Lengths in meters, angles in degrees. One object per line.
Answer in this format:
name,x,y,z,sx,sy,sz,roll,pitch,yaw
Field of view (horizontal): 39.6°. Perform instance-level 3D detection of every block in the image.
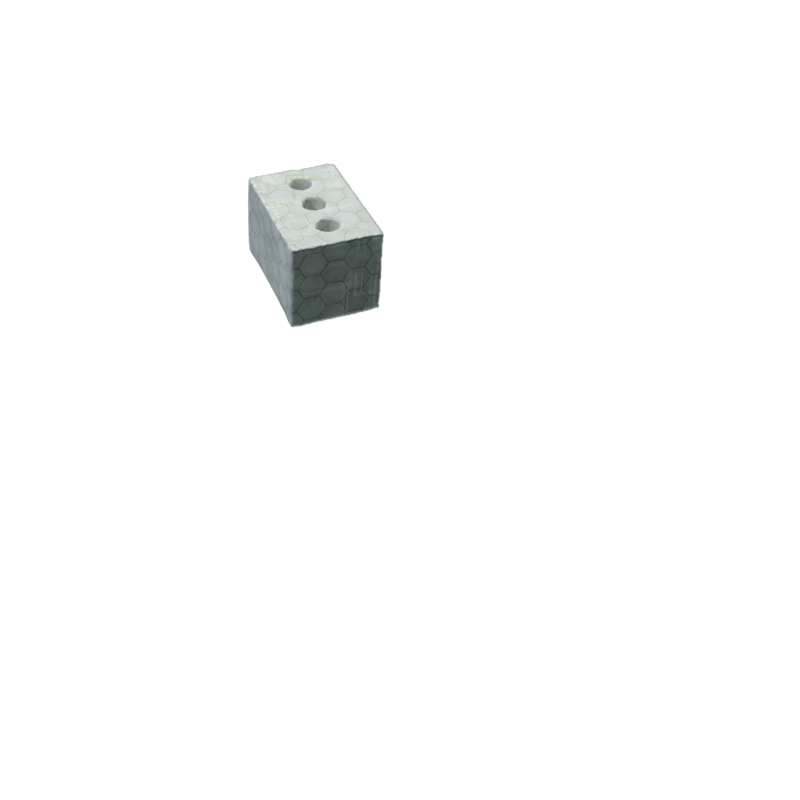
block,-0.047,-0.086,0.606,0.052,0.048,0.084,-13,41,-18
